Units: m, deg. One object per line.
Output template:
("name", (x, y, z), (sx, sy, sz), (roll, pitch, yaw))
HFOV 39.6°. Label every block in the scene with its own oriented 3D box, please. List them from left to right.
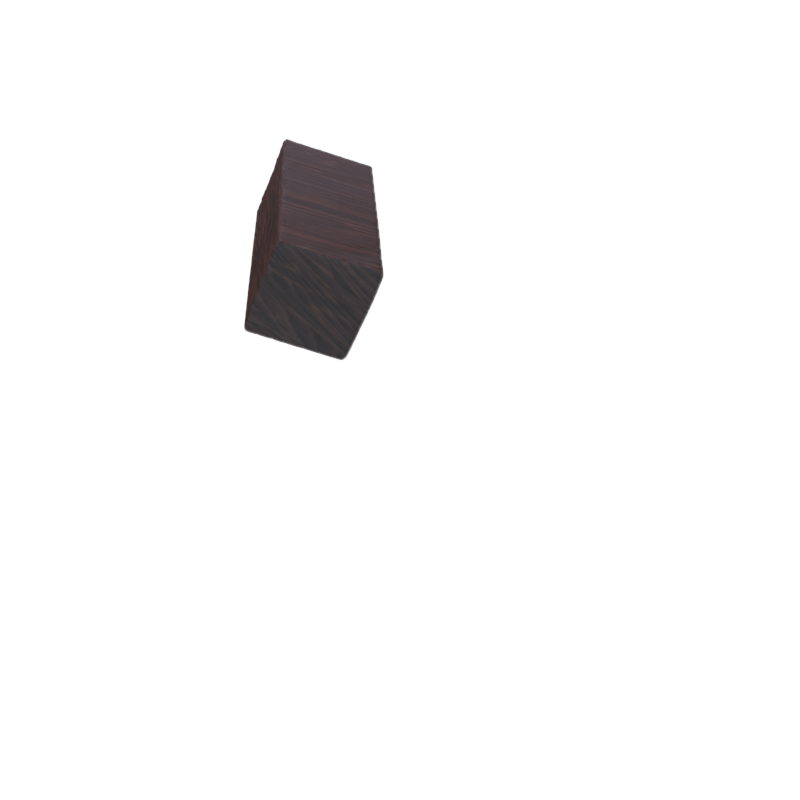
("block", (-0.076, -0.137, 0.967), (0.089, 0.086, 0.220), (16, 31, -14))
